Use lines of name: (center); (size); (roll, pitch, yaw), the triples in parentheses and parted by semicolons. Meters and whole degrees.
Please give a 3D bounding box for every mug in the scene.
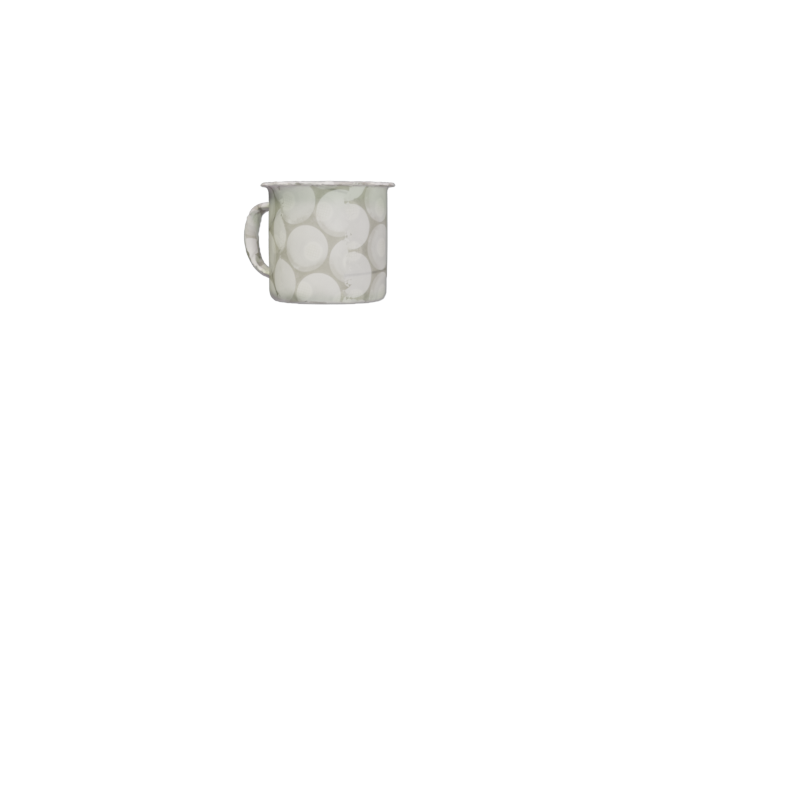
mug: (-0.060, -0.110, 0.771); (0.121, 0.081, 0.091); (4, 7, 30)
